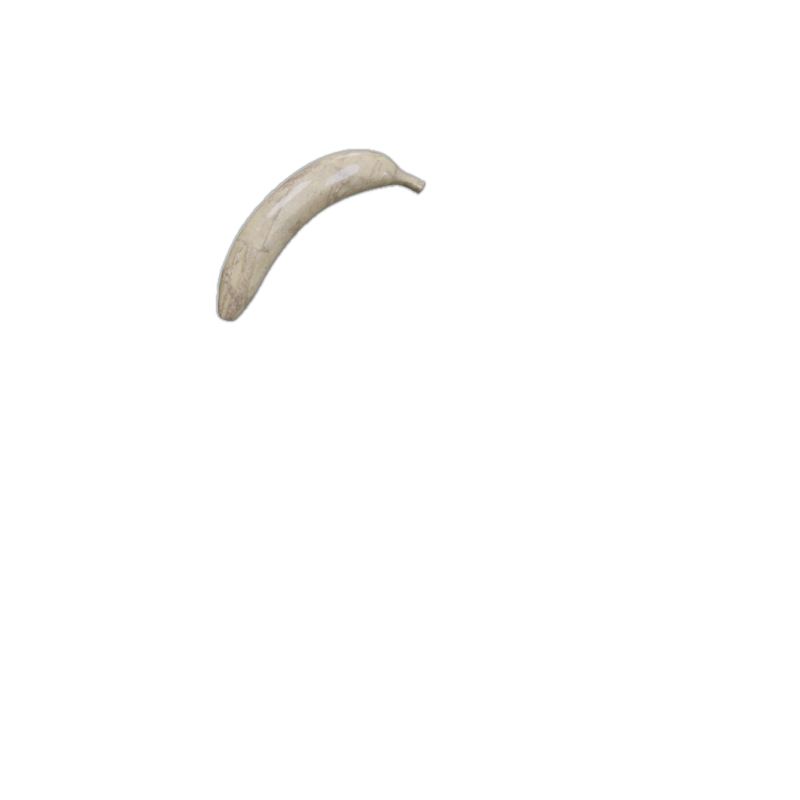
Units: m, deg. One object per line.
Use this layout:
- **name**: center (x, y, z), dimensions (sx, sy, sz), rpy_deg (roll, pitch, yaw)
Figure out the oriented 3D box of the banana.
- **banana**: center (-0.076, -0.143, 0.882), dimensions (0.198, 0.071, 0.036), rpy_deg (-35, -4, -4)
